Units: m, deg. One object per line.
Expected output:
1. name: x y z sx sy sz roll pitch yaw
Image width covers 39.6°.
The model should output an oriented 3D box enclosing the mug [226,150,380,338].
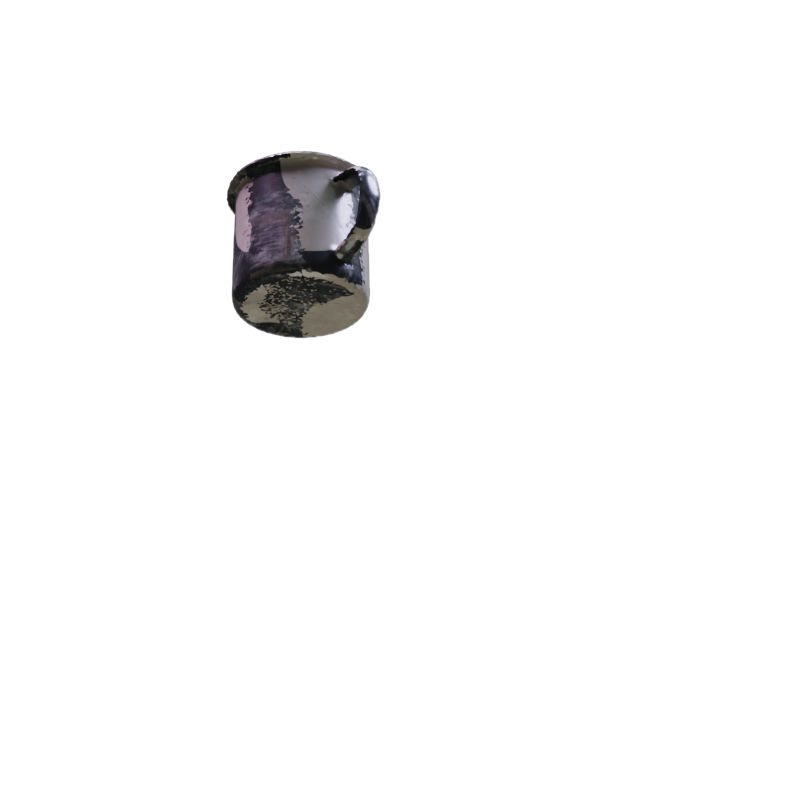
1. mug: -0.052 -0.094 0.662 0.088 0.087 0.116 22 -37 -35
